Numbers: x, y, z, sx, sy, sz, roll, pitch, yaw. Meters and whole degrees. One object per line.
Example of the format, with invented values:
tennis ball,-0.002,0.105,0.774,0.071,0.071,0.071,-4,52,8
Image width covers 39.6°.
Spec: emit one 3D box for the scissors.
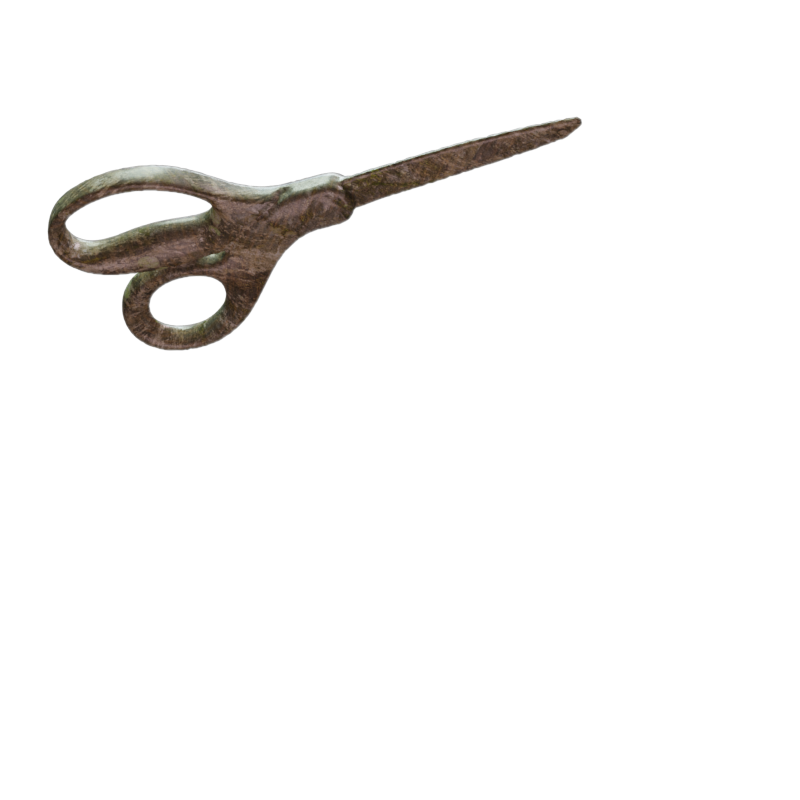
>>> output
scissors,-0.034,-0.061,0.430,0.202,0.089,0.017,-3,43,3
